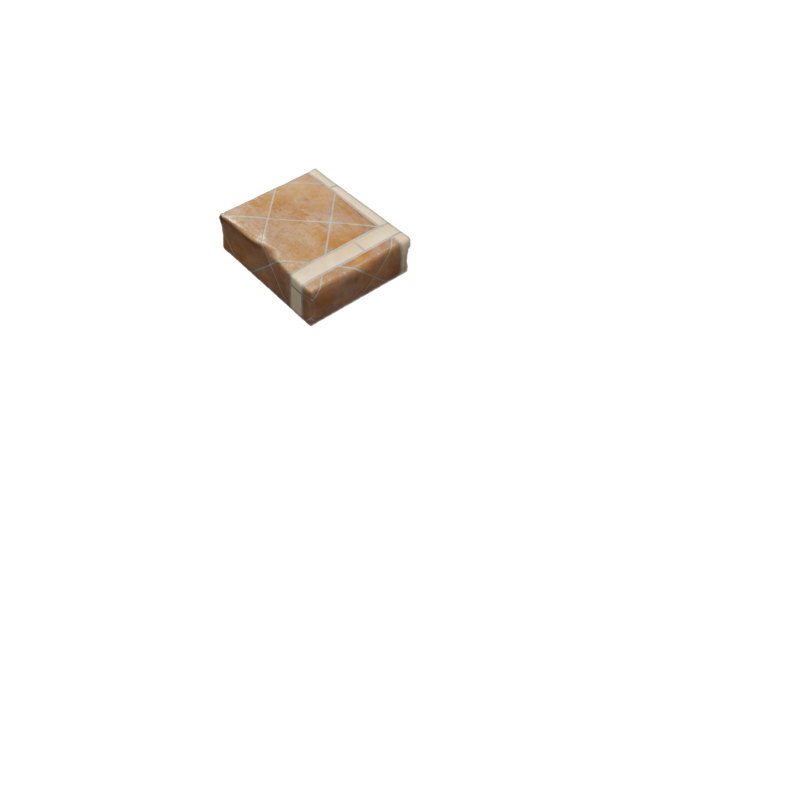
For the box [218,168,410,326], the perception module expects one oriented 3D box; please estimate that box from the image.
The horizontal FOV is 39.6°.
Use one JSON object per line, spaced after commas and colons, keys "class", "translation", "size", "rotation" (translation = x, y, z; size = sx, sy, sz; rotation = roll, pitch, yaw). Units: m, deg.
{"class": "box", "translation": [-0.051, -0.092, 0.644], "size": [0.073, 0.028, 0.096], "rotation": [-30, 52, -27]}
